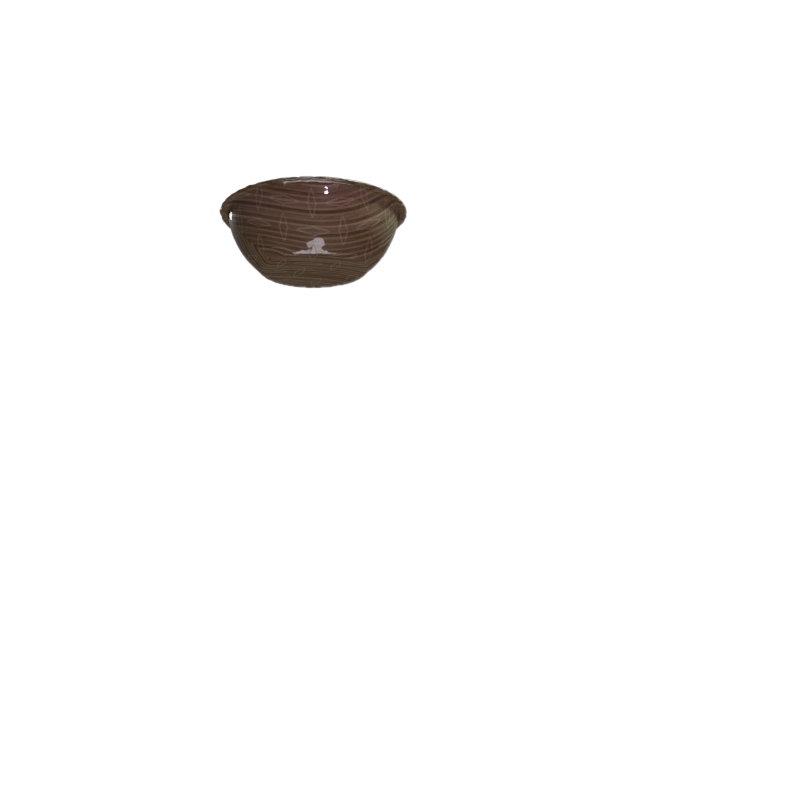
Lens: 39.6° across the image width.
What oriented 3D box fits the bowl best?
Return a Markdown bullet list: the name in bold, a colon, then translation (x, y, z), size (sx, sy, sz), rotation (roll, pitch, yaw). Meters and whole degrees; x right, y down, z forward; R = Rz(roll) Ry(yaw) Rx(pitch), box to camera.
- **bowl**: translation (-0.074, -0.136, 0.949), size (0.162, 0.057, 0.156), rotation (0, -14, -2)
